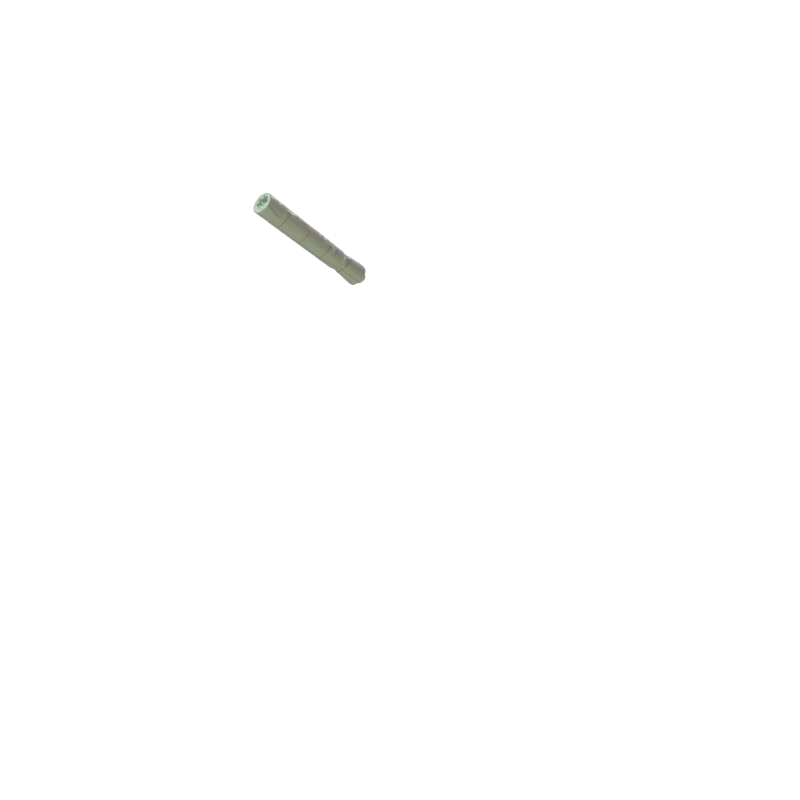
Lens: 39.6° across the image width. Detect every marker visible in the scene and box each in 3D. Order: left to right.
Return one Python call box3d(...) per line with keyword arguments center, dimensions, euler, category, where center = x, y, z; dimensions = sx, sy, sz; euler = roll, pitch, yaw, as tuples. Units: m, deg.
box3d(center=(-0.070, -0.128, 0.899), dimensions=(0.113, 0.020, 0.021), euler=(34, -19, -35), category="marker")
